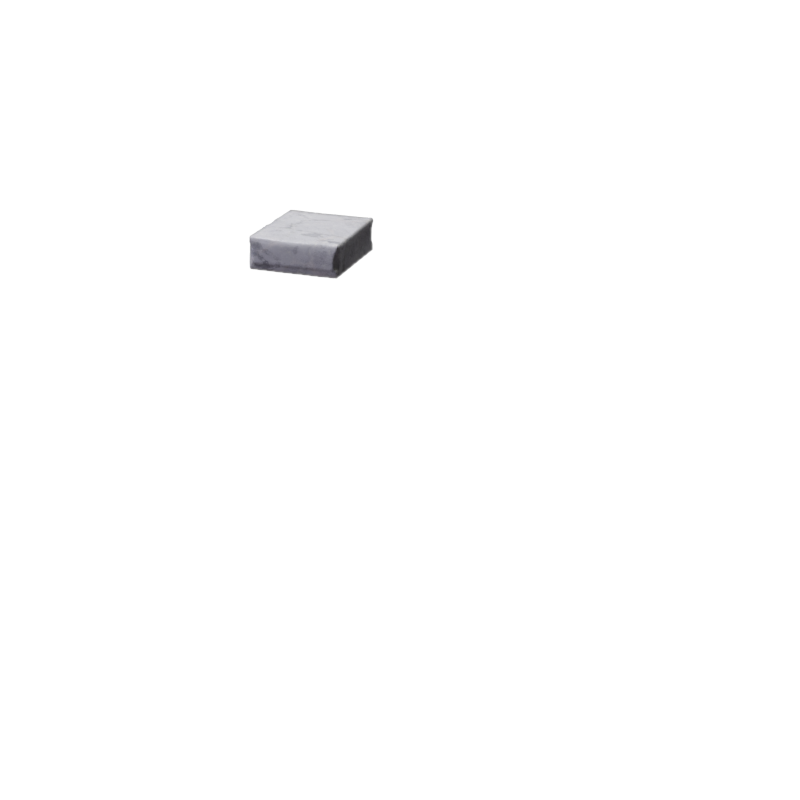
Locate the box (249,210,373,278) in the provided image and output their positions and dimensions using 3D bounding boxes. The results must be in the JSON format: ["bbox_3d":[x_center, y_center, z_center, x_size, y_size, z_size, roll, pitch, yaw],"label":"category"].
[{"bbox_3d":[-0.069,-0.125,0.878,0.075,0.029,0.091,8,24,17],"label":"box"}]
